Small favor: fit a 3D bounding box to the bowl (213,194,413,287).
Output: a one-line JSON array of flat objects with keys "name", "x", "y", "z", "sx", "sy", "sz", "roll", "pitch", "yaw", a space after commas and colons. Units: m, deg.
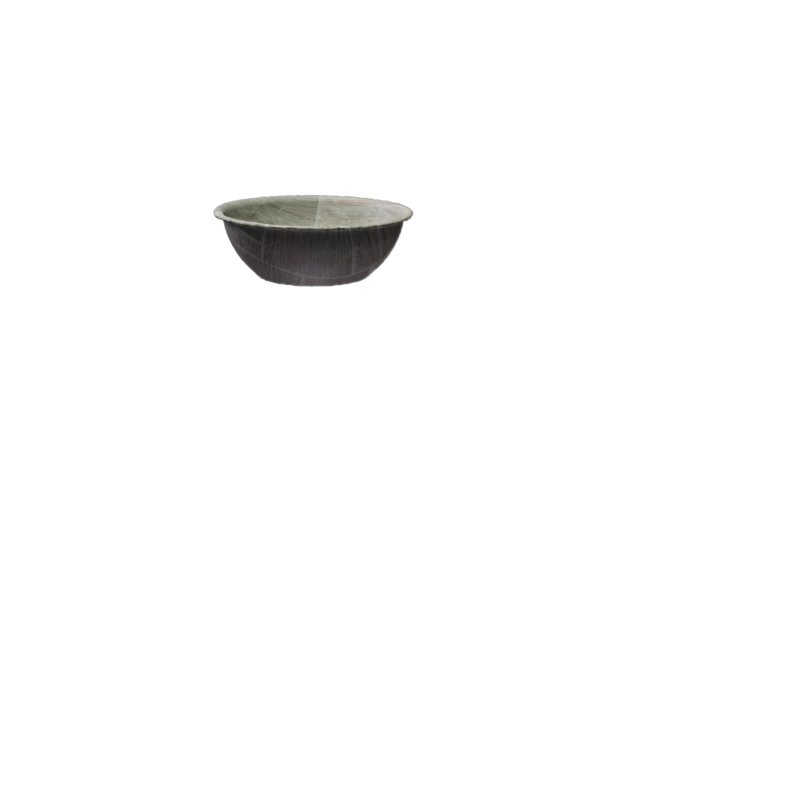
[{"name": "bowl", "x": -0.070, "y": -0.128, "z": 0.899, "sx": 0.162, "sy": 0.053, "sz": 0.168, "roll": -1, "pitch": 18, "yaw": -2}]
